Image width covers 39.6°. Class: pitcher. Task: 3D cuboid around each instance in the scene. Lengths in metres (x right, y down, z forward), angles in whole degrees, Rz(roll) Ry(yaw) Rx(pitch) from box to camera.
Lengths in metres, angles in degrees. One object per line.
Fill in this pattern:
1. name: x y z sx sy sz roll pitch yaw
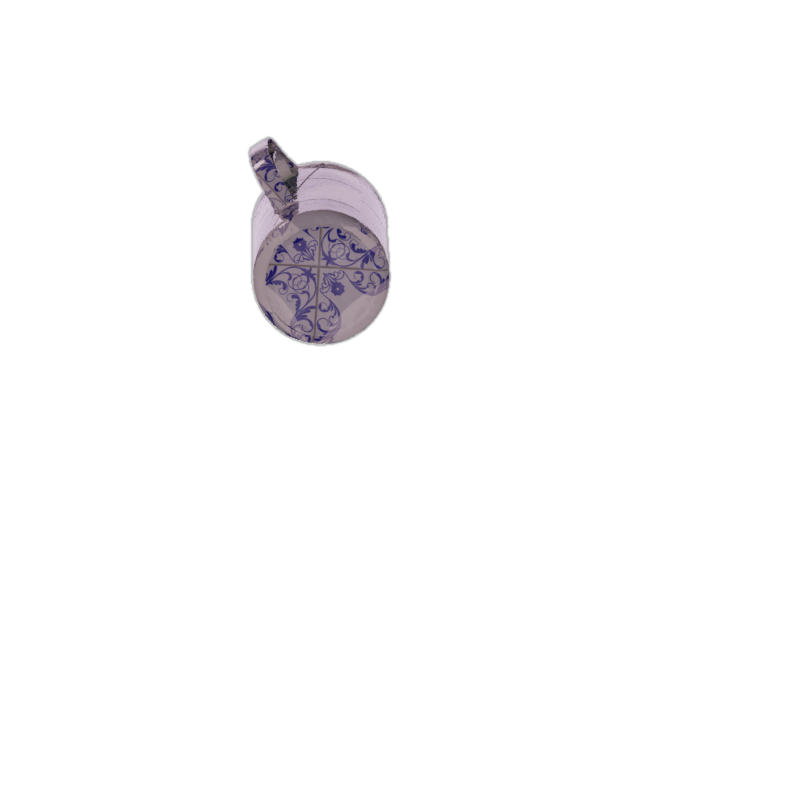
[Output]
1. pitcher: -0.076 -0.139 0.973 0.148 0.141 0.251 13 15 -7
